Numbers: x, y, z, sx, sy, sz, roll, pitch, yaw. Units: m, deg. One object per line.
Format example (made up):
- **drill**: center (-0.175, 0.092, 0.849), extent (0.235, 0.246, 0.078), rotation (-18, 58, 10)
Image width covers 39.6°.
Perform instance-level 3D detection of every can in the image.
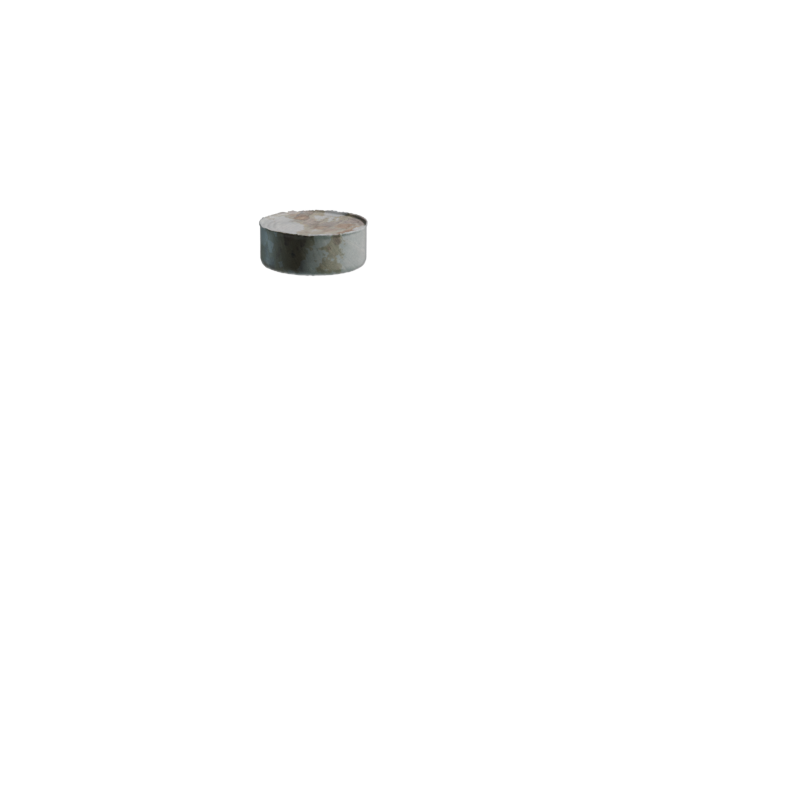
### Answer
- **can**: center (-0.069, -0.125, 0.876), extent (0.086, 0.032, 0.090), rotation (-1, 21, -2)
